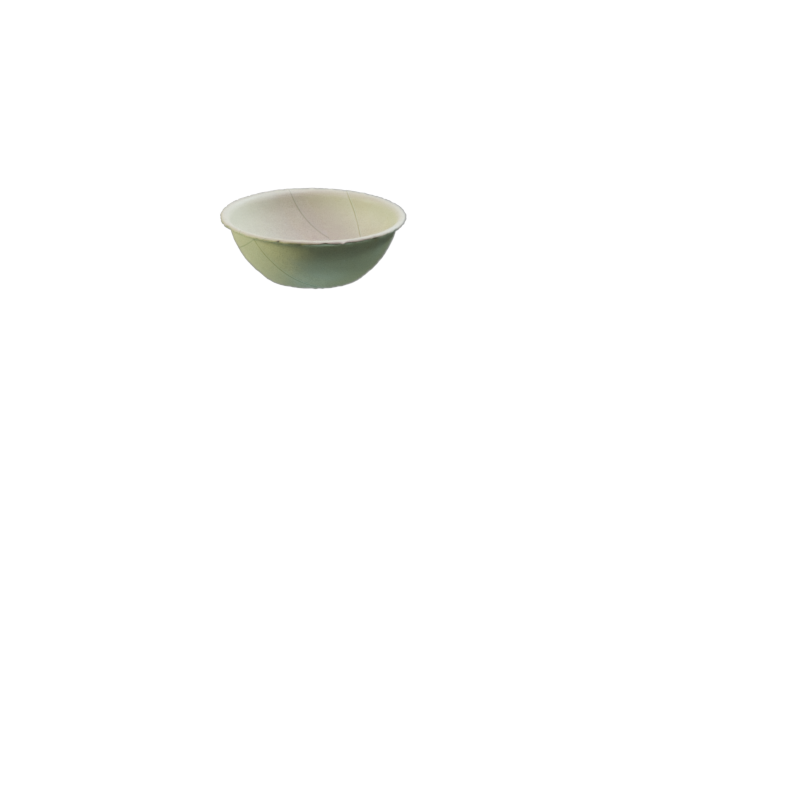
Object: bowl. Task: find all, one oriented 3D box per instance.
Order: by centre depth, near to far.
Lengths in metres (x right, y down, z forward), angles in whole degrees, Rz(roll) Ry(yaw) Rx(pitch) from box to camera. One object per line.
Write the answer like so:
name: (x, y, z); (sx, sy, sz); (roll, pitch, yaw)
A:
bowl: (-0.076, -0.139, 0.970); (0.162, 0.052, 0.171); (-1, 25, -2)
